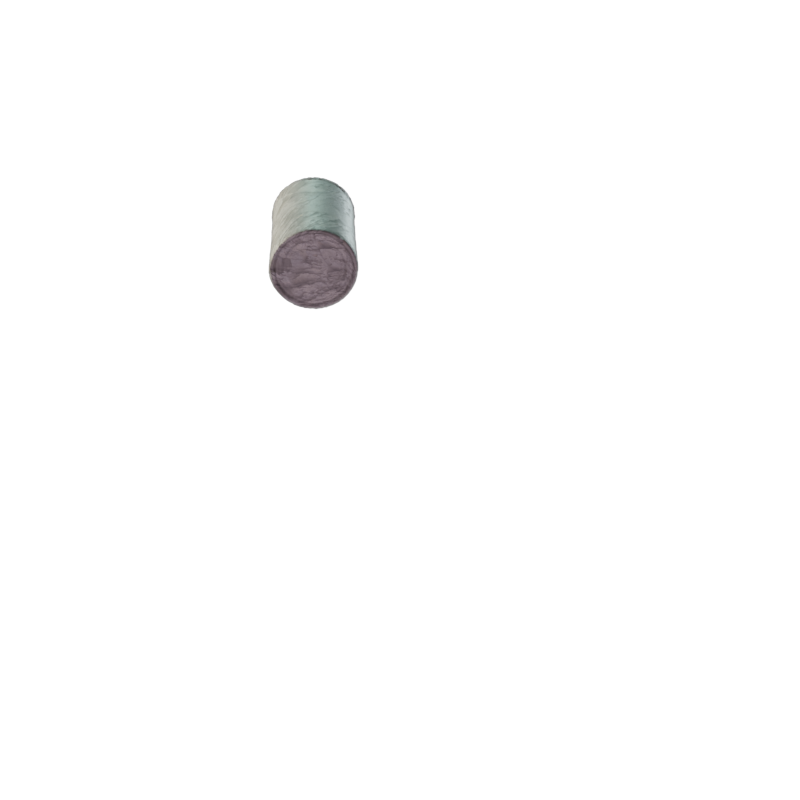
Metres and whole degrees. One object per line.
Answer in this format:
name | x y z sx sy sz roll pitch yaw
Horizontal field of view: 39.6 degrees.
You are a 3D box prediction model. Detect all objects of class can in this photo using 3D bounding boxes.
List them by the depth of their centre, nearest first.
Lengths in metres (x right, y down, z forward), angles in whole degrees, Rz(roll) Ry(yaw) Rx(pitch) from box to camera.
can | -0.067 -0.123 0.861 0.068 0.065 0.108 0 30 -3
